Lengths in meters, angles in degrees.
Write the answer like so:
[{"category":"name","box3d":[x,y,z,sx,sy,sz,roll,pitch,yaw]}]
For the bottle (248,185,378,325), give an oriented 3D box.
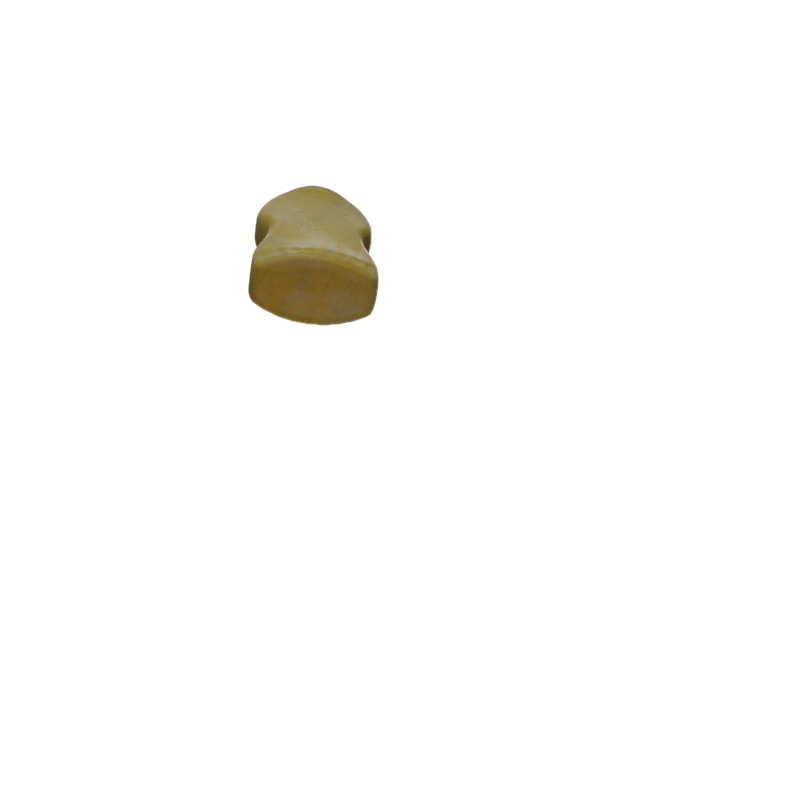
[{"category":"bottle","box3d":[-0.070,-0.129,0.900,0.095,0.055,0.203,4,29,-6]}]
